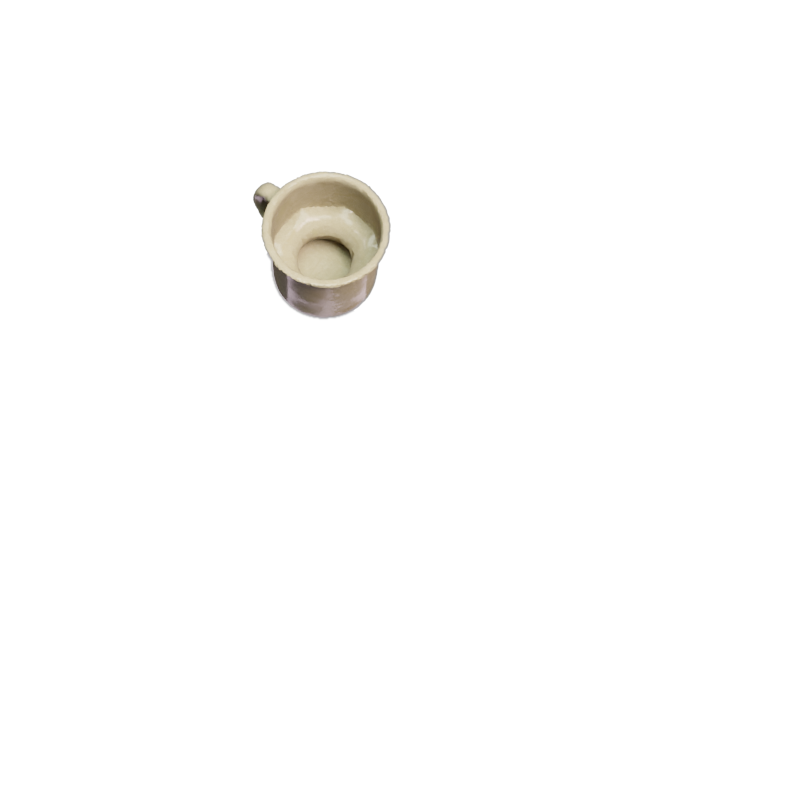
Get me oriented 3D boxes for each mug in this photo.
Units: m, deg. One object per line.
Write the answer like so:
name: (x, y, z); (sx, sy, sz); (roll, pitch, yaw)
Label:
mug: (-0.066, -0.120, 0.838); (0.121, 0.095, 0.077); (37, -18, 13)
